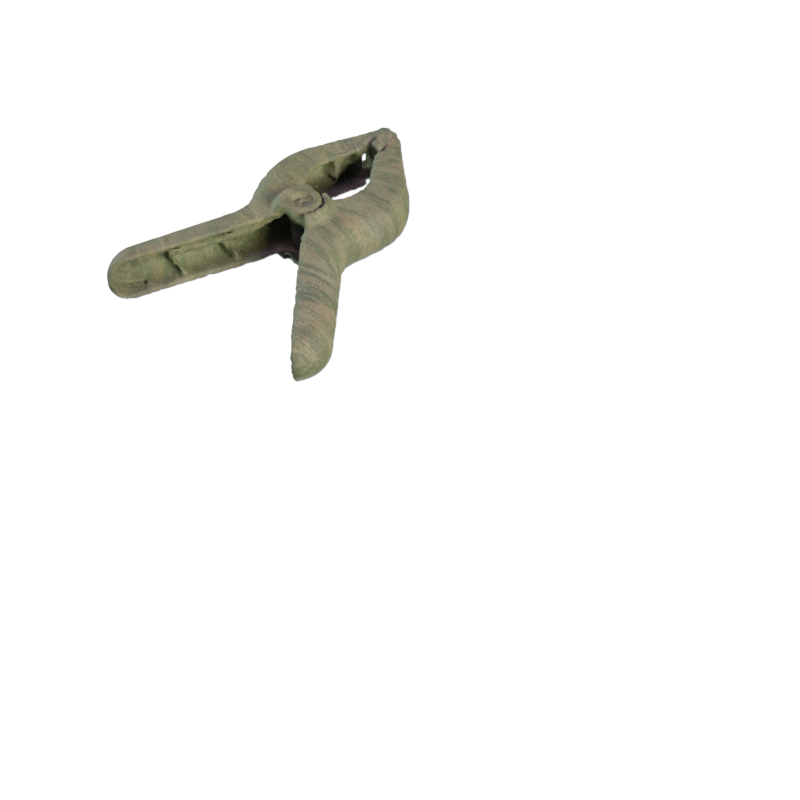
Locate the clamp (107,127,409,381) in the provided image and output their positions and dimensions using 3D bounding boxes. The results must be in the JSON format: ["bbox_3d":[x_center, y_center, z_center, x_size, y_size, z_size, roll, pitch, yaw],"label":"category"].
[{"bbox_3d":[-0.042,-0.077,0.537,0.127,0.036,0.173,33,56,26],"label":"clamp"}]
